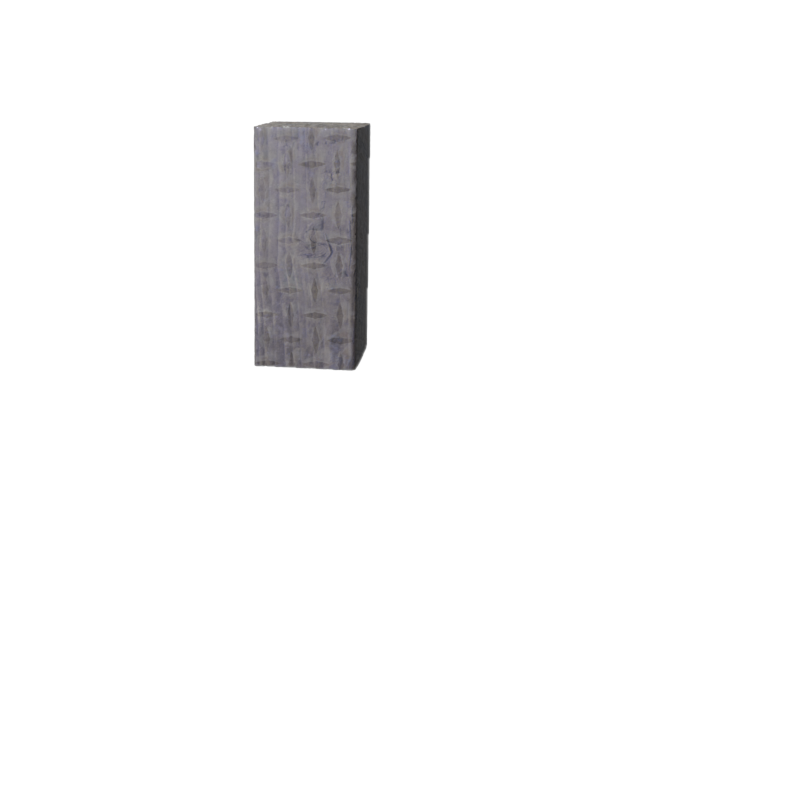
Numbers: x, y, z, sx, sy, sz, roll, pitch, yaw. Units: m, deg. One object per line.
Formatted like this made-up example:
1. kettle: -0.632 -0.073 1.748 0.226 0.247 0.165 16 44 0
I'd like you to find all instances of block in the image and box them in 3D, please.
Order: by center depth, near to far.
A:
1. block: -0.076 -0.139 0.974 0.092 0.201 0.091 2 11 8
